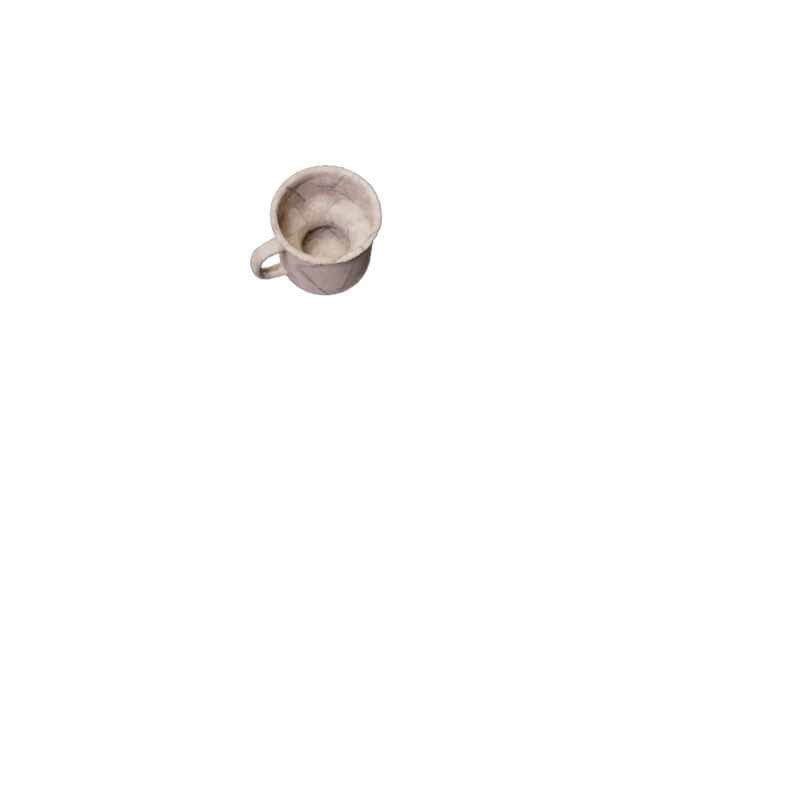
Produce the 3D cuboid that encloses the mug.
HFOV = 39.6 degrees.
[{"bbox_3d":[-0.074,-0.135,0.948,0.117,0.098,0.077,-29,-20,-14],"label":"mug"}]
